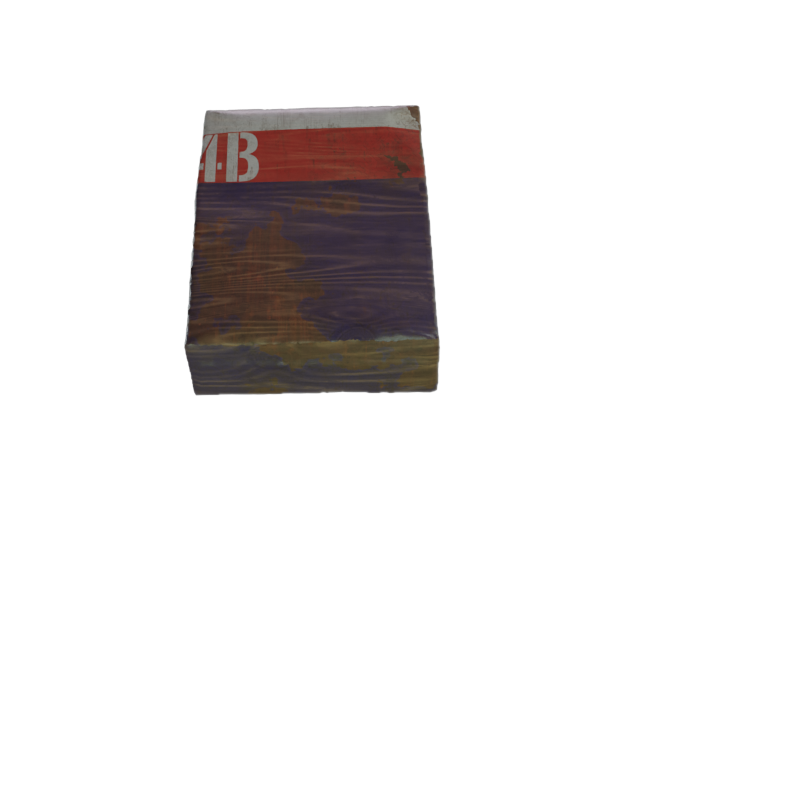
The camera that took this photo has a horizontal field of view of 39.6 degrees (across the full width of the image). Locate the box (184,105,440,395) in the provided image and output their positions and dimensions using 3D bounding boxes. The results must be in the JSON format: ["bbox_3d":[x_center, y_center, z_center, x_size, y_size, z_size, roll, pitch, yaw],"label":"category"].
[{"bbox_3d":[-0.061,-0.111,0.778,0.164,0.229,0.067,-2,-35,0],"label":"box"}]
